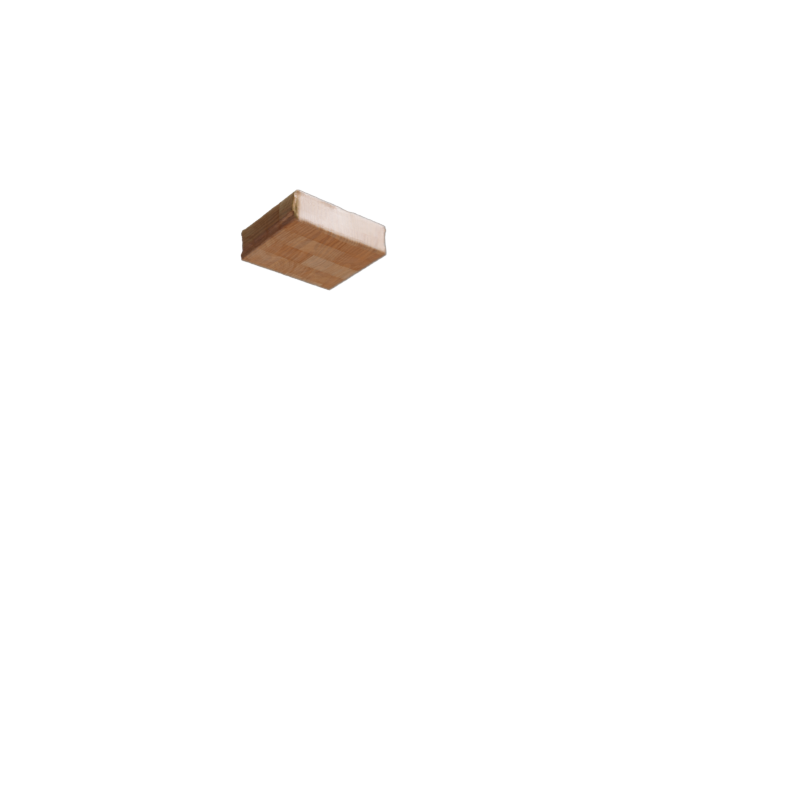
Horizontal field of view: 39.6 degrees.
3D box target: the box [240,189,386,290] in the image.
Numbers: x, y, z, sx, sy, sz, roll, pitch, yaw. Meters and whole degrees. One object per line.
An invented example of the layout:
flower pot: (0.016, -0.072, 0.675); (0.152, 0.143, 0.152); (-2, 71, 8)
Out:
box: (-0.067, -0.122, 0.852); (0.084, 0.032, 0.073); (19, -32, -34)
